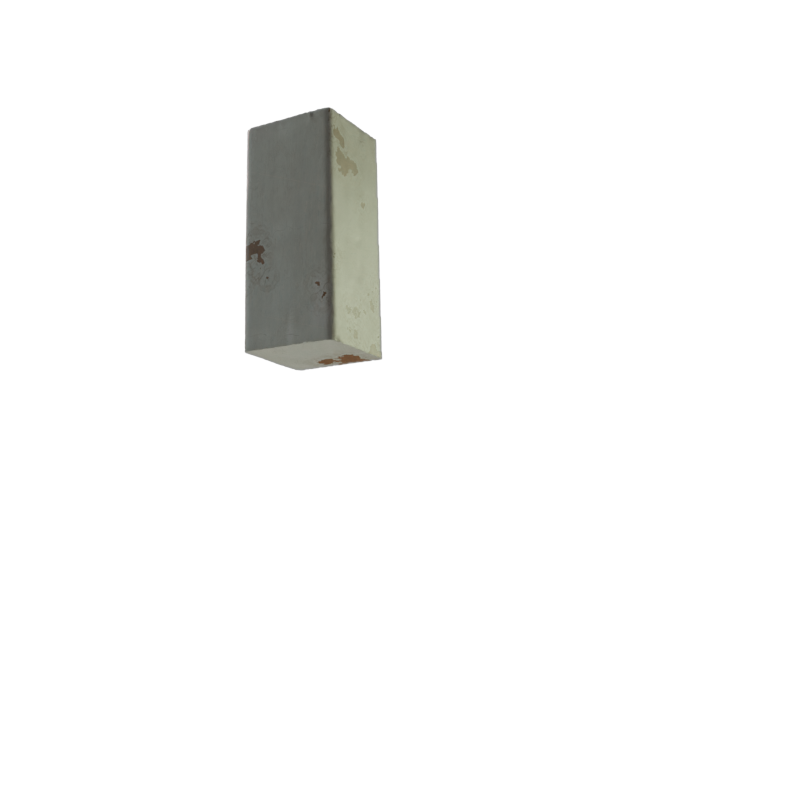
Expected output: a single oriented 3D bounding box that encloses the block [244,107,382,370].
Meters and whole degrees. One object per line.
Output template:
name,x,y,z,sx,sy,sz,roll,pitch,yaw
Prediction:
block,-0.077,-0.140,0.978,0.093,0.215,0.085,-11,-19,28
